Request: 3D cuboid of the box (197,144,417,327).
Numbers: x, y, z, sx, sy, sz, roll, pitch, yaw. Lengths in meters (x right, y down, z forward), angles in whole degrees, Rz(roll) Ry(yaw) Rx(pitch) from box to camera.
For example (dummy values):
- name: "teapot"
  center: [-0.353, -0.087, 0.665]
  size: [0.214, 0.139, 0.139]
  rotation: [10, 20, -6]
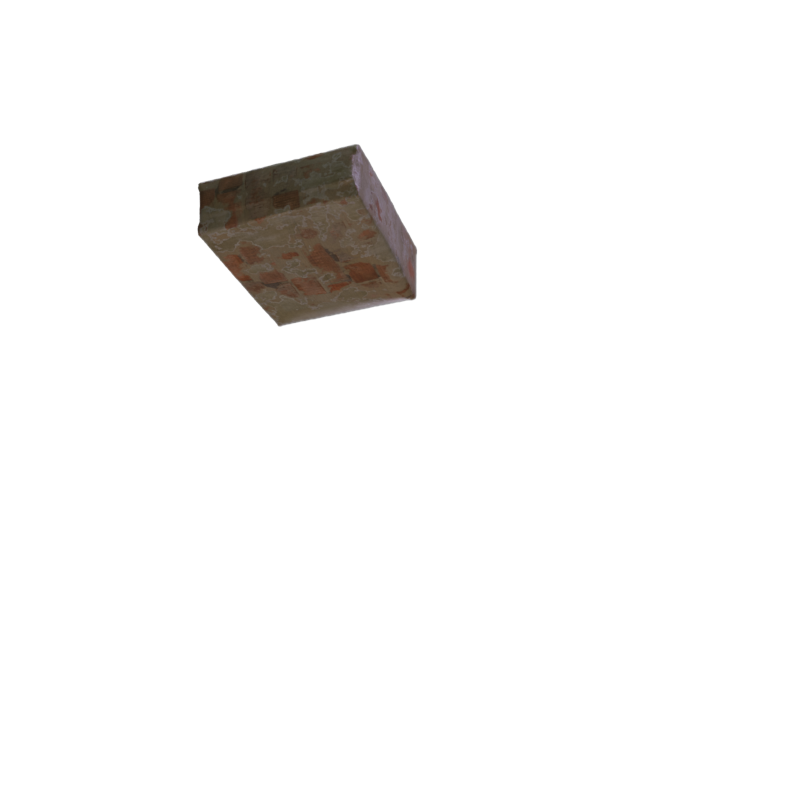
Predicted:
- name: "box"
  center: [-0.047, -0.086, 0.604]
  size: [0.091, 0.041, 0.105]
  rotation: [-9, -30, 16]
